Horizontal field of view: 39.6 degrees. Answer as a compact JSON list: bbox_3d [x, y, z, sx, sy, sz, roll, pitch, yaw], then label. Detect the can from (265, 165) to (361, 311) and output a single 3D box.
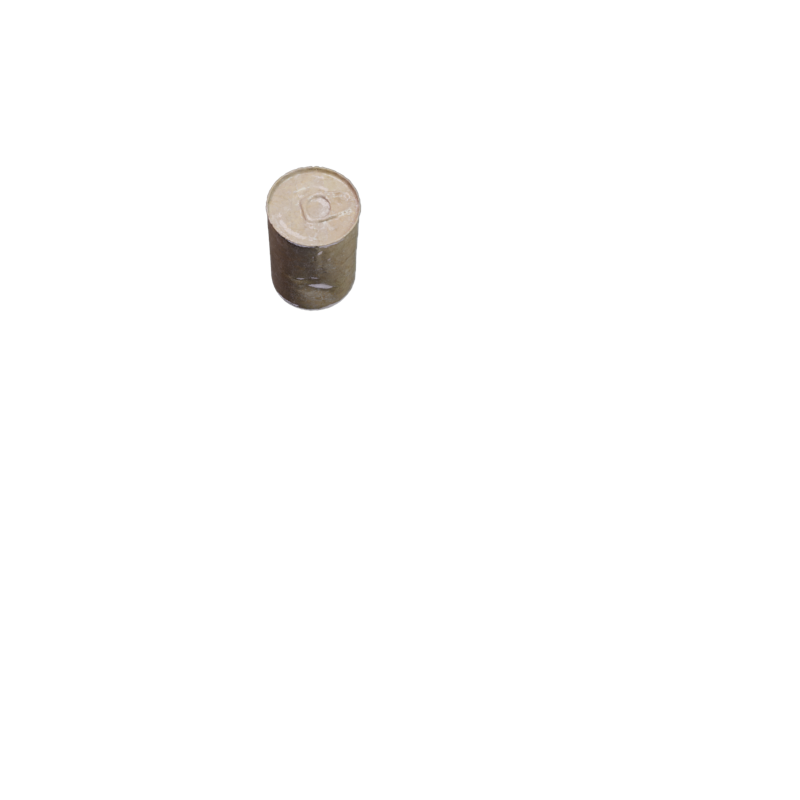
[{"bbox_3d":[-0.065,-0.119,0.831,0.068,0.073,0.096,0,-26,-3],"label":"can"}]
